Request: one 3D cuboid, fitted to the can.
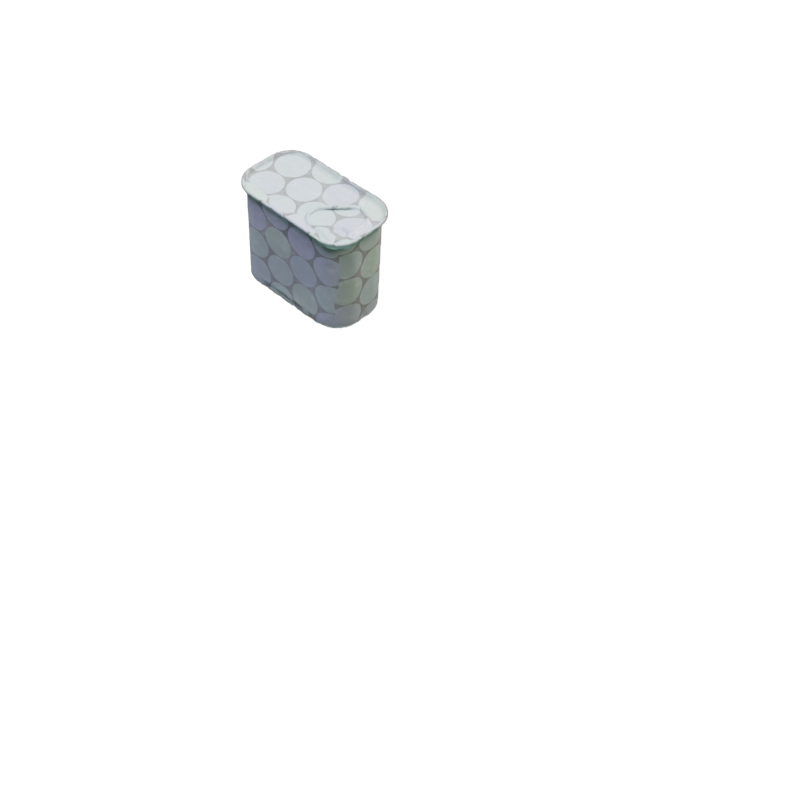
[{"bbox_3d":[-0.059,-0.108,0.754,0.109,0.078,0.058,36,54,29],"label":"can"}]
